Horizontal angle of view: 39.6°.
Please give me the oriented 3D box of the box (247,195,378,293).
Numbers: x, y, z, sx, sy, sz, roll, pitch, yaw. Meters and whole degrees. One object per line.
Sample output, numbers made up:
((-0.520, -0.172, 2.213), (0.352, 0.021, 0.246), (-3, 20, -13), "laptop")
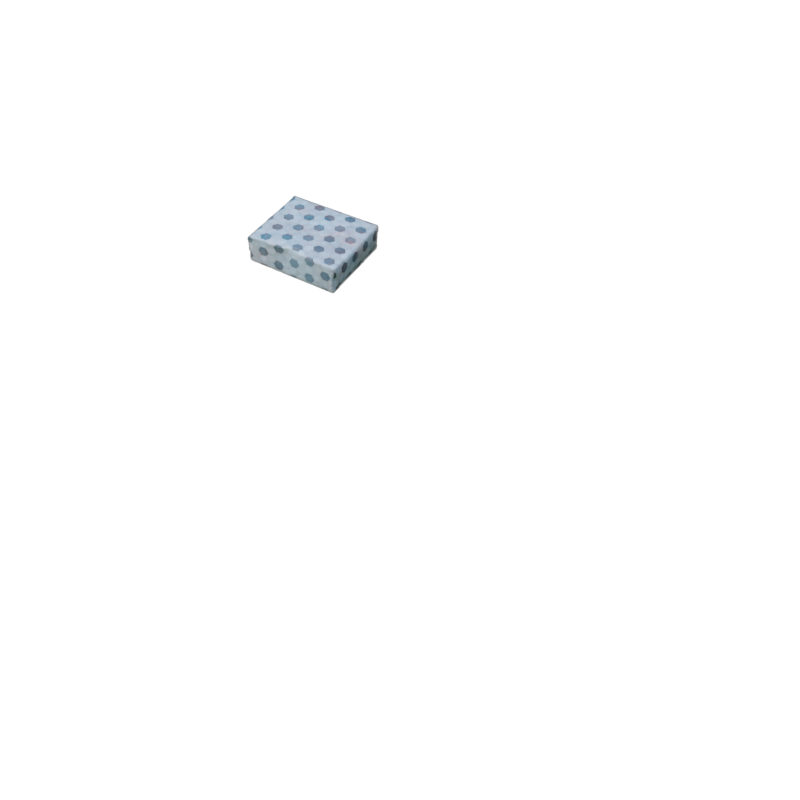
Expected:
((-0.075, -0.137, 0.956), (0.094, 0.028, 0.075), (23, 46, 23), "box")
